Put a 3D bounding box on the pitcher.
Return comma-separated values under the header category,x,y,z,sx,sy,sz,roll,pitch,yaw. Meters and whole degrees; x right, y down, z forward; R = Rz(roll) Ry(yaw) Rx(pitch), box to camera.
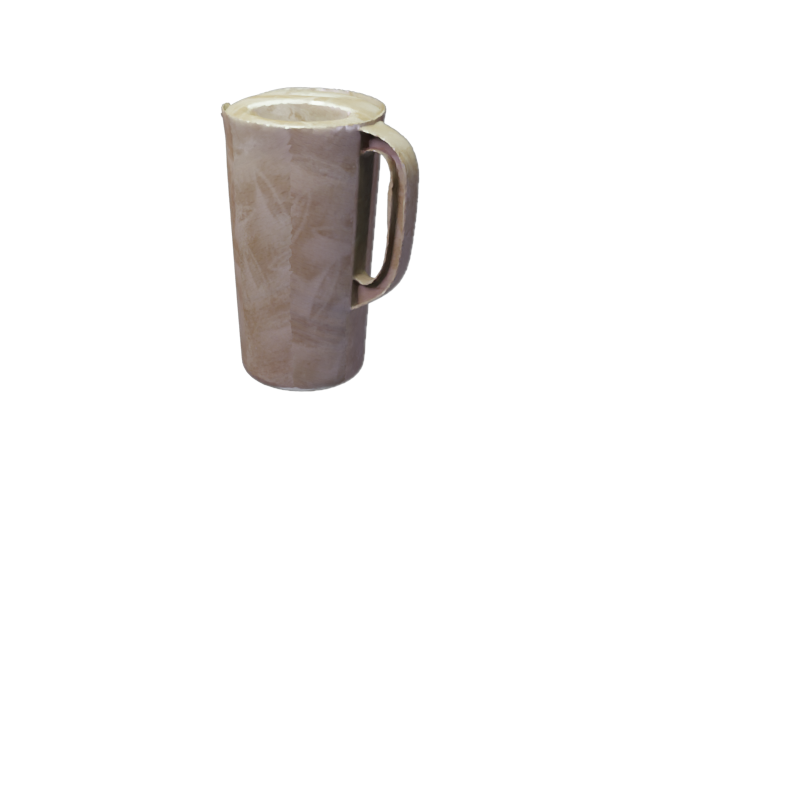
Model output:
category,x,y,z,sx,sy,sz,roll,pitch,yaw
pitcher,-0.072,-0.132,0.925,0.143,0.231,0.159,-4,24,-11
